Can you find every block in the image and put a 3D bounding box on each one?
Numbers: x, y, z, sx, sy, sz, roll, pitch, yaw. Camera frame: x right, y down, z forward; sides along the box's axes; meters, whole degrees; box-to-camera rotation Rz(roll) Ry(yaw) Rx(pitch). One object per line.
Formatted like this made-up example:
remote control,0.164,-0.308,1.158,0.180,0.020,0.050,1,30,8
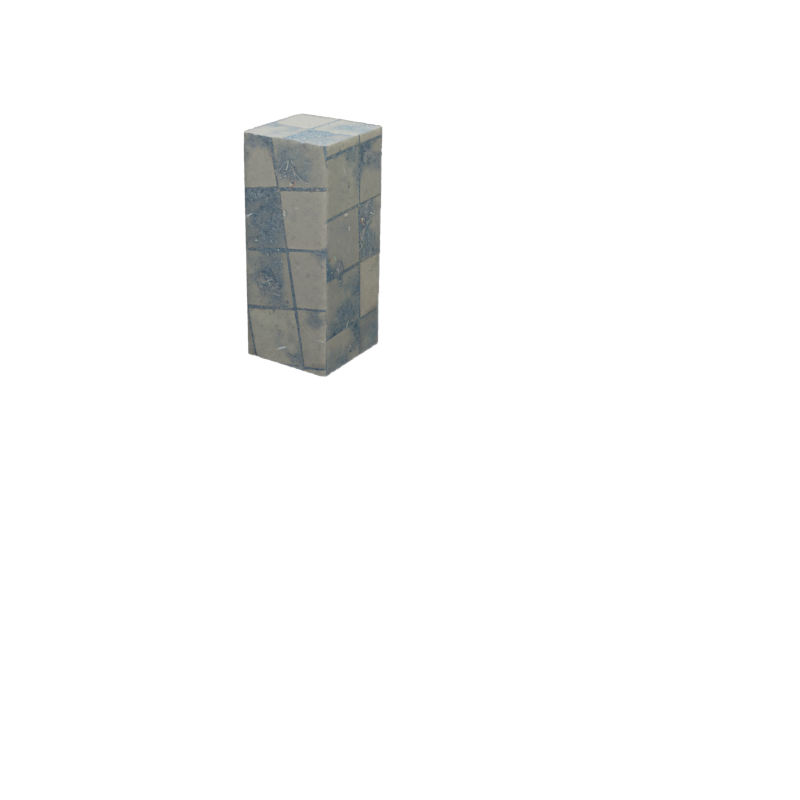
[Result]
block,-0.077,-0.140,0.982,0.095,0.197,0.091,14,25,29
